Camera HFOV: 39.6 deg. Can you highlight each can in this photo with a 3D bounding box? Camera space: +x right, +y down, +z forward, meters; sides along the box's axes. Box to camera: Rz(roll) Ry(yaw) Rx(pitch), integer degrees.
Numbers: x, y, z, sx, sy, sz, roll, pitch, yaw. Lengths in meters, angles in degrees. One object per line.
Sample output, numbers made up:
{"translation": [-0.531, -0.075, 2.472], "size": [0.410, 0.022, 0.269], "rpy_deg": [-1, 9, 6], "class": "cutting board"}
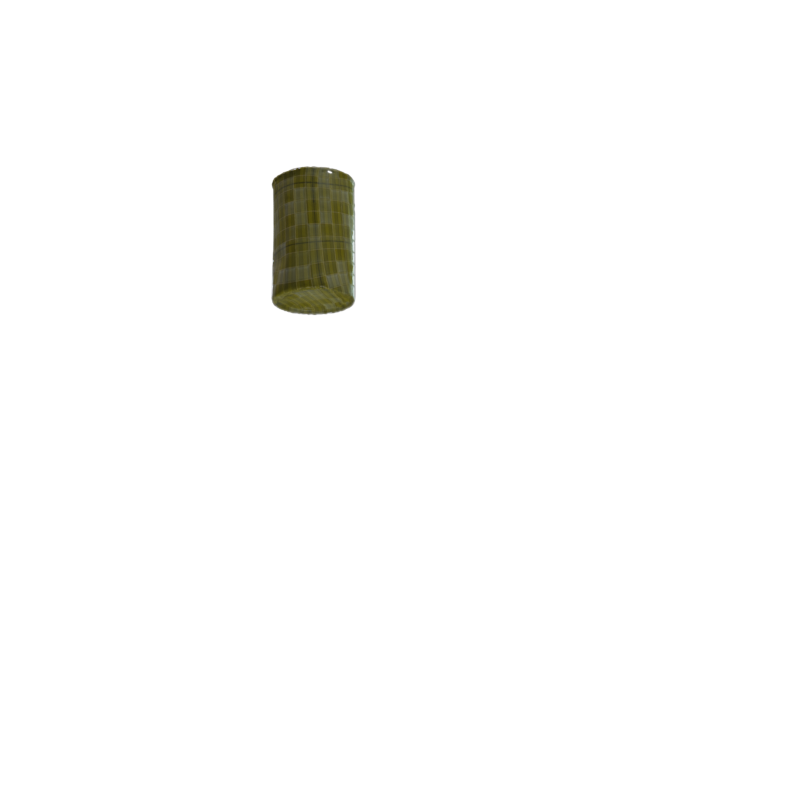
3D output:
{"translation": [-0.069, -0.126, 0.884], "size": [0.068, 0.107, 0.065], "rpy_deg": [0, -19, -2], "class": "can"}
